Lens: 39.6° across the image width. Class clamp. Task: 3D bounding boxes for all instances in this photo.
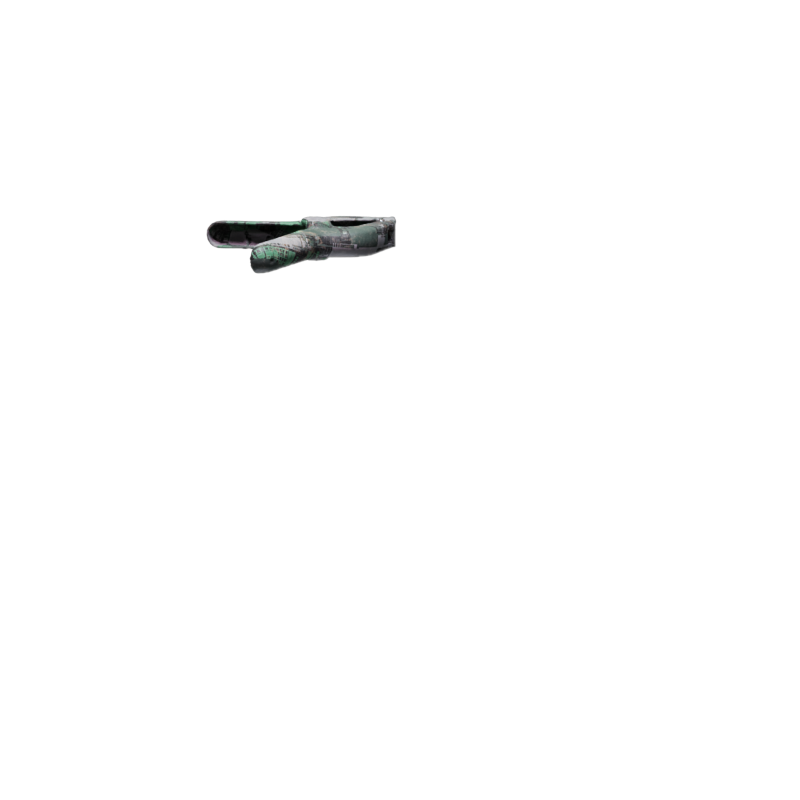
[{"bbox_3d":[-0.077,-0.140,0.978,0.169,0.037,0.128,-8,27,-16],"label":"clamp"}]
